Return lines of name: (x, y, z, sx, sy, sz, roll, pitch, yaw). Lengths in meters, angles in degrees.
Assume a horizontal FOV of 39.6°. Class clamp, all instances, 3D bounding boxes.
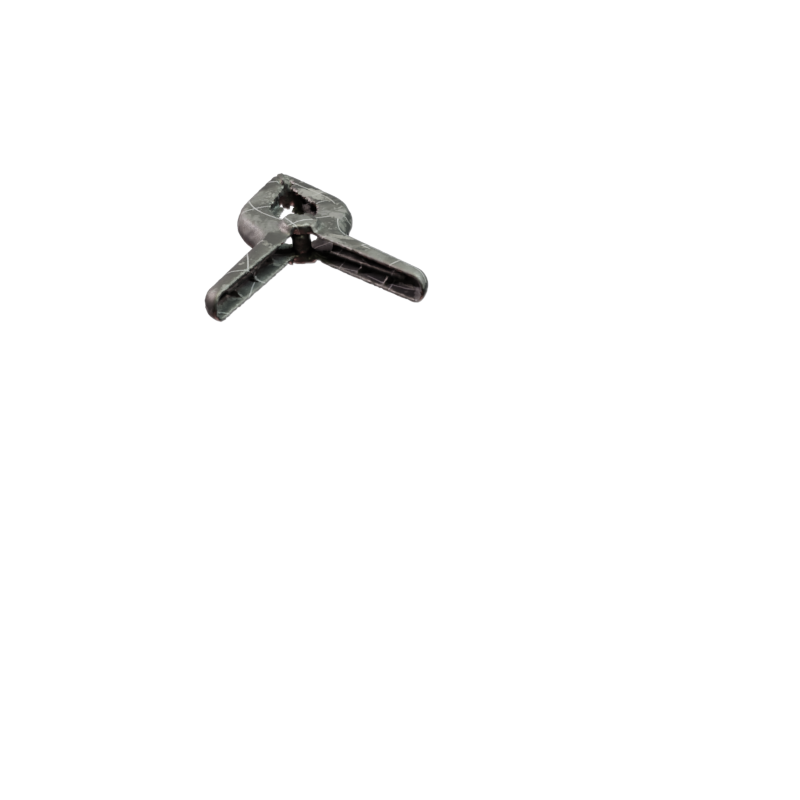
clamp: (-0.069, -0.127, 0.887, 0.164, 0.034, 0.224, -2, 33, -4)
